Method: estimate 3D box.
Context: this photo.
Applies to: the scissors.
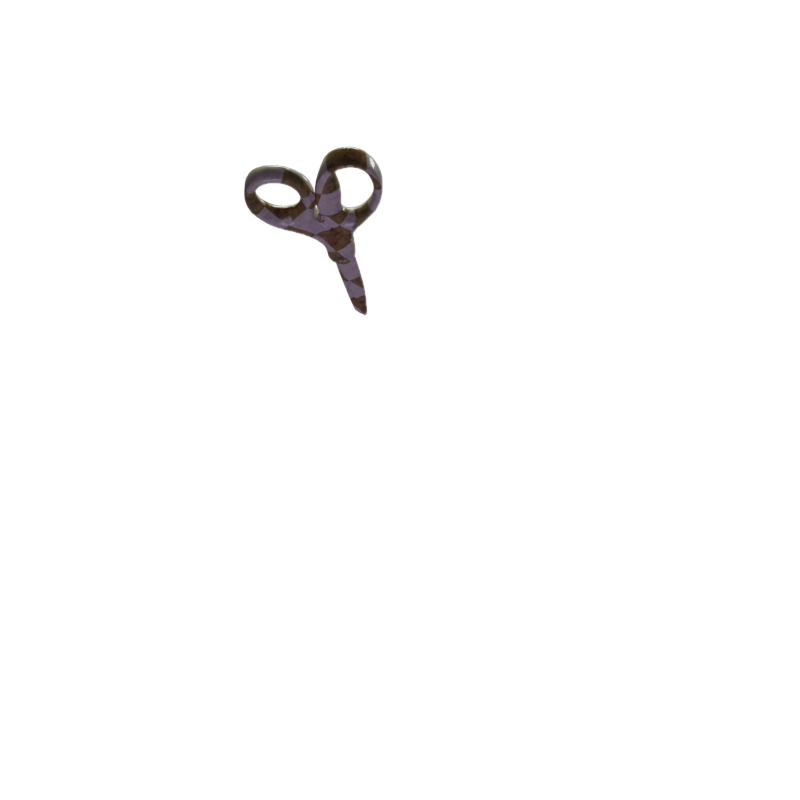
[{"bbox_3d":[-0.059,-0.107,0.749,0.095,0.017,0.191,3,-26,-7],"label":"scissors"}]
